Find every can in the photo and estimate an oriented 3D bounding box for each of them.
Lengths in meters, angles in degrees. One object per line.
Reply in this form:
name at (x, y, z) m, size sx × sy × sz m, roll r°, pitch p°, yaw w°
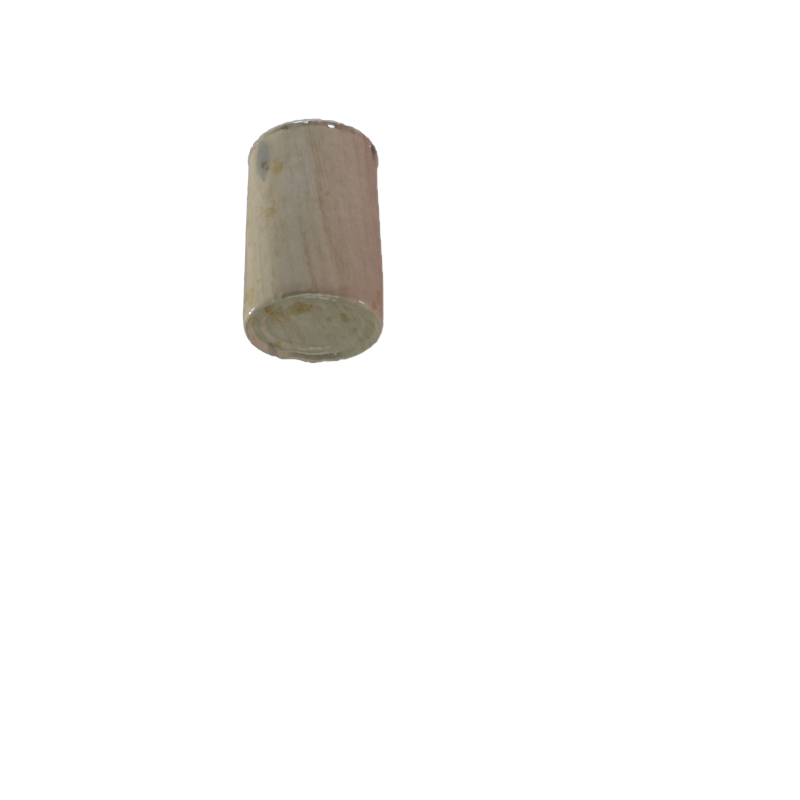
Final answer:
can at (-0.043, -0.078, 0.547) m, size 0.068 × 0.109 × 0.064 m, roll -1°, pitch -31°, yaw -2°
